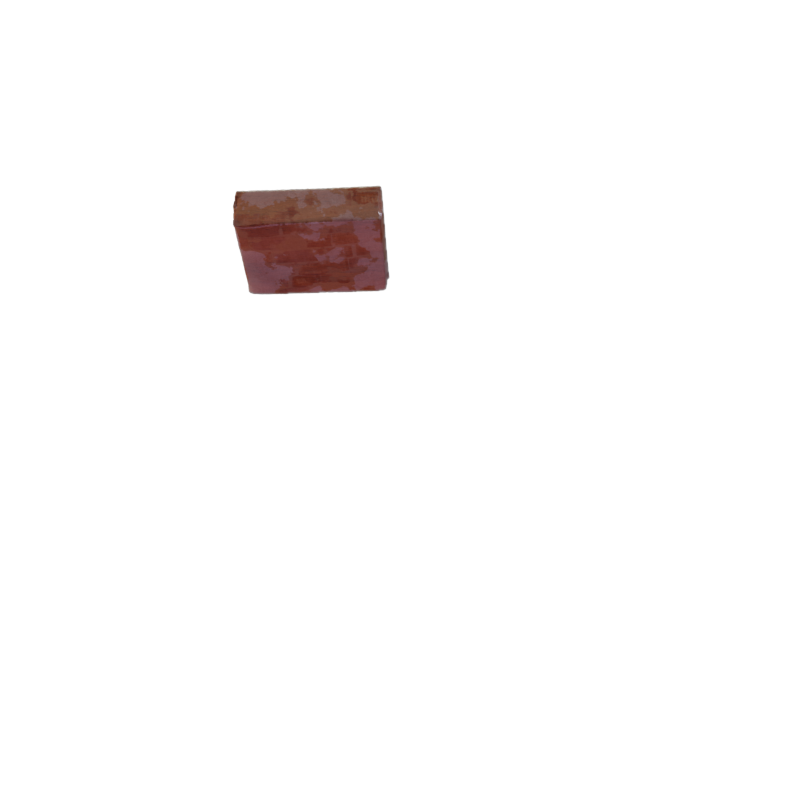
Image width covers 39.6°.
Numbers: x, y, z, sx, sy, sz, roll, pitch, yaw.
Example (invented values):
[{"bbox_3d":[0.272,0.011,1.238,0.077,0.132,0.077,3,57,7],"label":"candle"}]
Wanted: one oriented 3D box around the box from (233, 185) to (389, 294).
[{"bbox_3d":[-0.067,-0.122,0.853,0.114,0.042,0.083,-2,-35,3],"label":"box"}]
